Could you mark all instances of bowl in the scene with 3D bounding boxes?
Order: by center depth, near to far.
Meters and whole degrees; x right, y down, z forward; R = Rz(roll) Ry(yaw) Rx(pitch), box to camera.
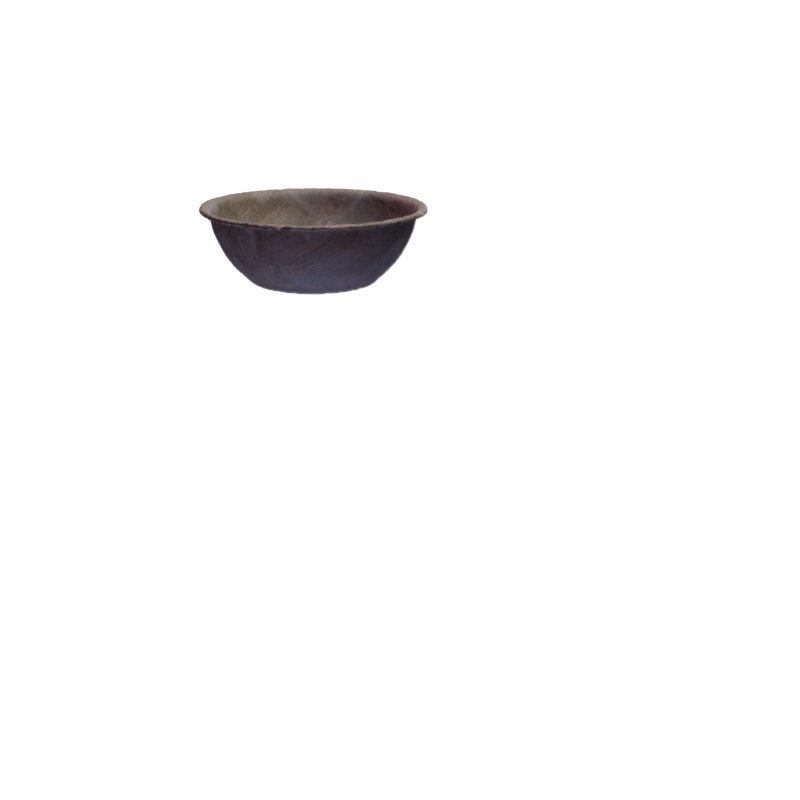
[{"bbox_3d":[-0.062,-0.113,0.789,0.162,0.053,0.168,-1,19,-2],"label":"bowl"}]
